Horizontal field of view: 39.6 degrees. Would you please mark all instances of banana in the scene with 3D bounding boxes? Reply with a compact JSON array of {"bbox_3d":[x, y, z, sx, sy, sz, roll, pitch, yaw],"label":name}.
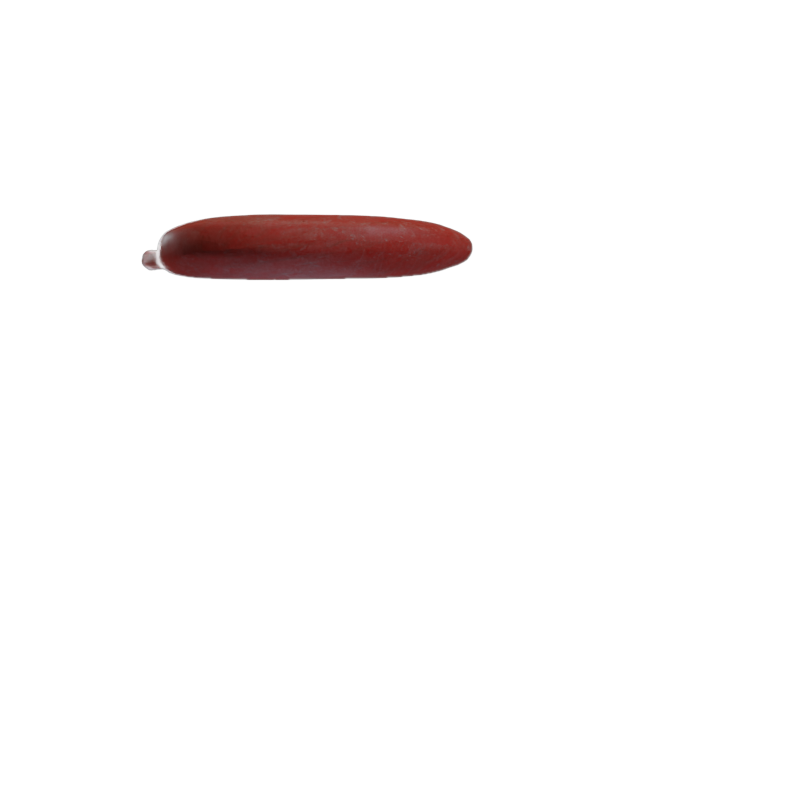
[{"bbox_3d":[-0.053,-0.089,0.636,0.197,0.036,0.071,0,12,-1],"label":"banana"}]
